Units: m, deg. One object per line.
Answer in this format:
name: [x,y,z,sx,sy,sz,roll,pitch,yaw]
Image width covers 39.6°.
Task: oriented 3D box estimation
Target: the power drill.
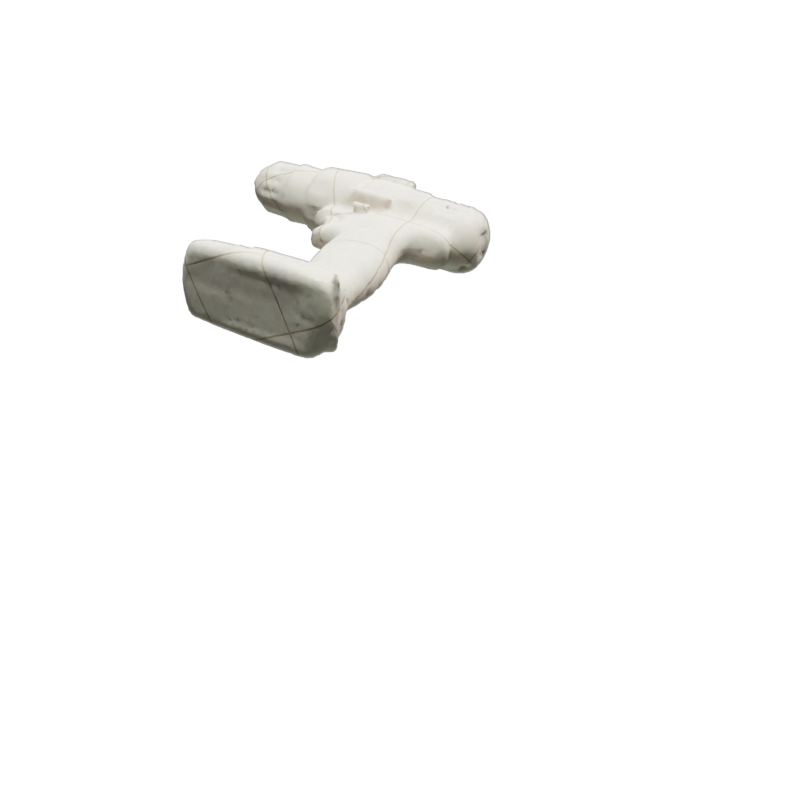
power drill: [-0.057,-0.104,0.732,0.193,0.054,0.190,17,35,26]
